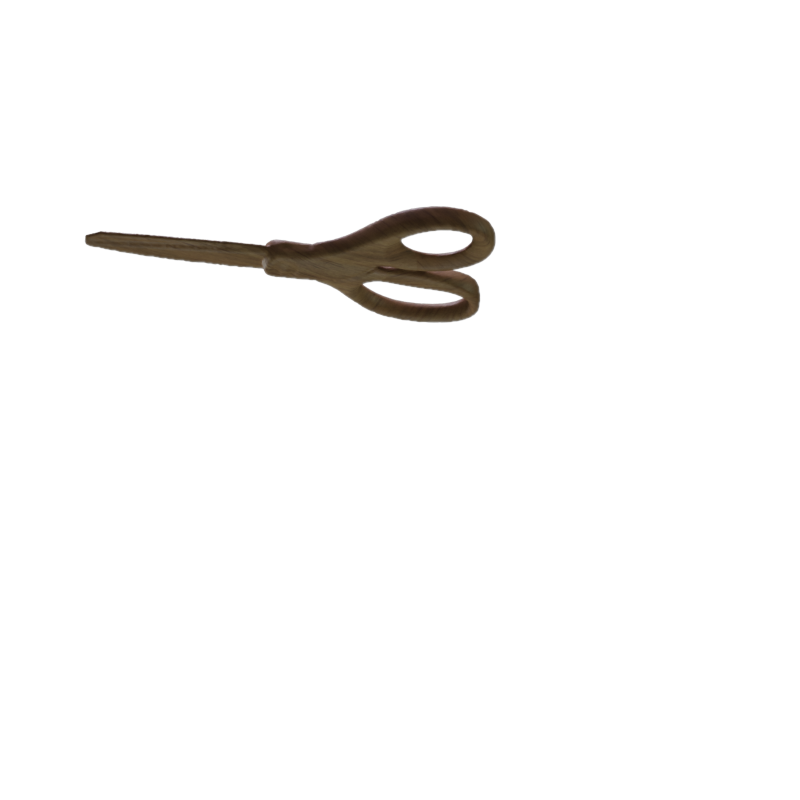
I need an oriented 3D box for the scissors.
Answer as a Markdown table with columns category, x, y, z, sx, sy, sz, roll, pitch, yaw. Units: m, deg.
| category | x | y | z | sx | sy | sz | roll | pitch | yaw |
| --- | --- | --- | --- | --- | --- | --- | --- | --- | --- |
| scissors | -0.042 | -0.077 | 0.537 | 0.194 | 0.017 | 0.093 | 13 | -33 | -22 |
